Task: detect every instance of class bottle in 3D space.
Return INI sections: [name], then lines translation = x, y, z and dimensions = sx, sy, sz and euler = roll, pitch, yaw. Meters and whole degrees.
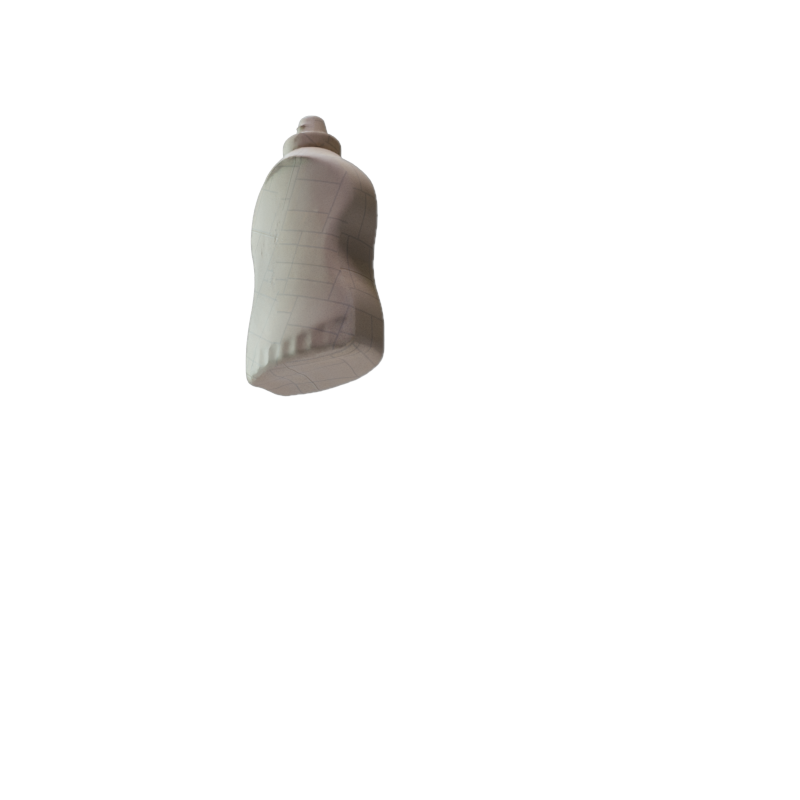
[bottle]
translation = -0.058, -0.105, 0.738
dimensions = 0.097, 0.203, 0.055
euler = -23, -33, 36
